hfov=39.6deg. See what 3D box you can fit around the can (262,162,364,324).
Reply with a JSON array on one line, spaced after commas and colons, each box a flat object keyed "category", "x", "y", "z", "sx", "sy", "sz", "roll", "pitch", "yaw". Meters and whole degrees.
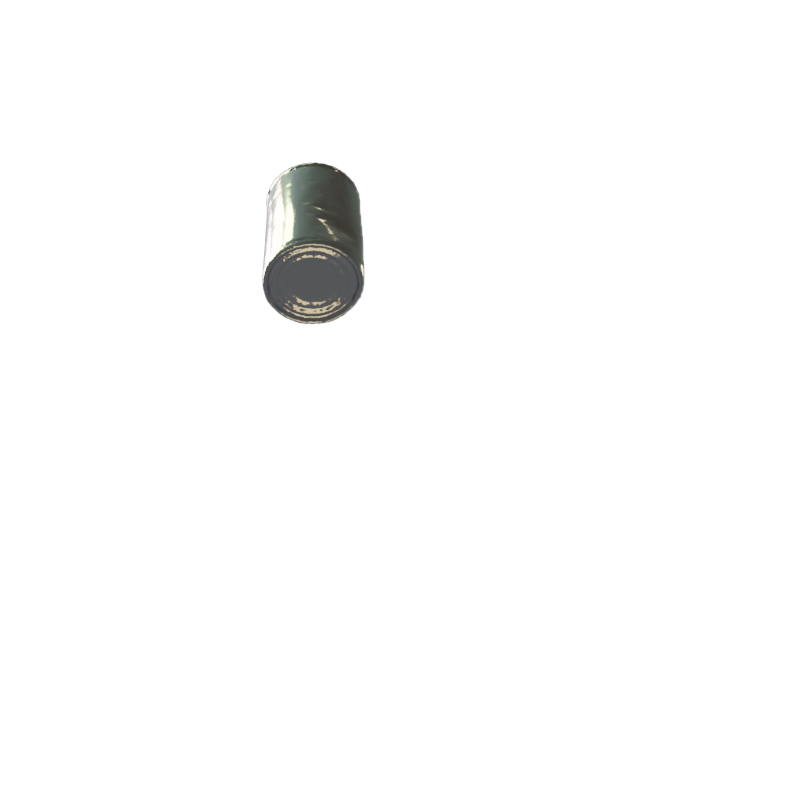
[{"category": "can", "x": -0.059, "y": -0.108, "z": 0.758, "sx": 0.068, "sy": 0.064, "sz": 0.109, "roll": -1, "pitch": 38, "yaw": -3}]
